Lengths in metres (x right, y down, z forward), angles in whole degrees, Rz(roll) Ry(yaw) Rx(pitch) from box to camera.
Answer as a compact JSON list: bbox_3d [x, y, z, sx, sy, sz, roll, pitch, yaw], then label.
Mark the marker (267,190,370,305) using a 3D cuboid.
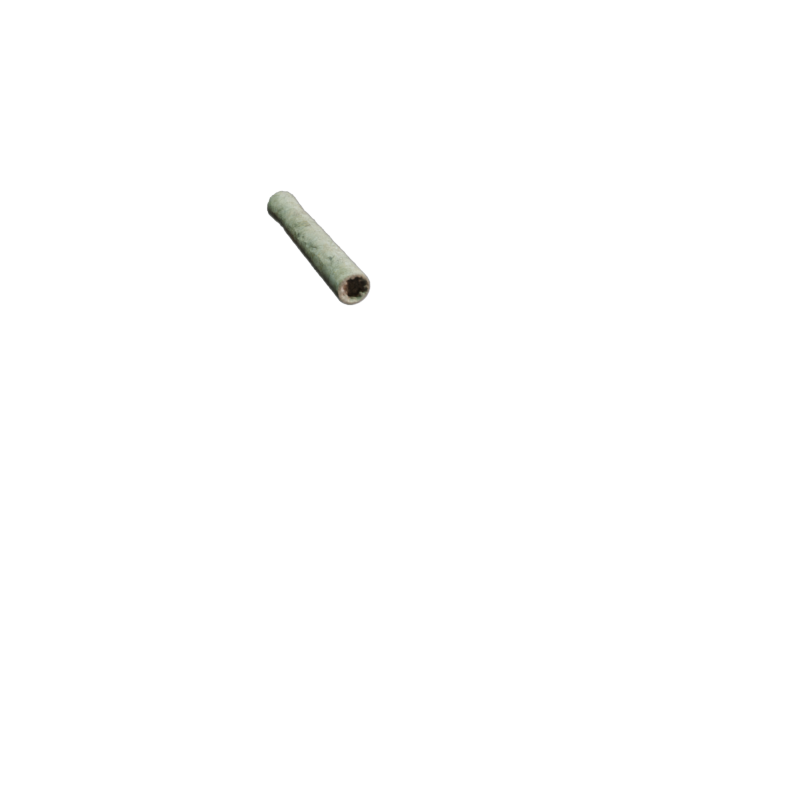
[{"bbox_3d":[-0.048,-0.088,0.615,0.019,0.019,0.130,-2,30,-25],"label":"marker"}]
